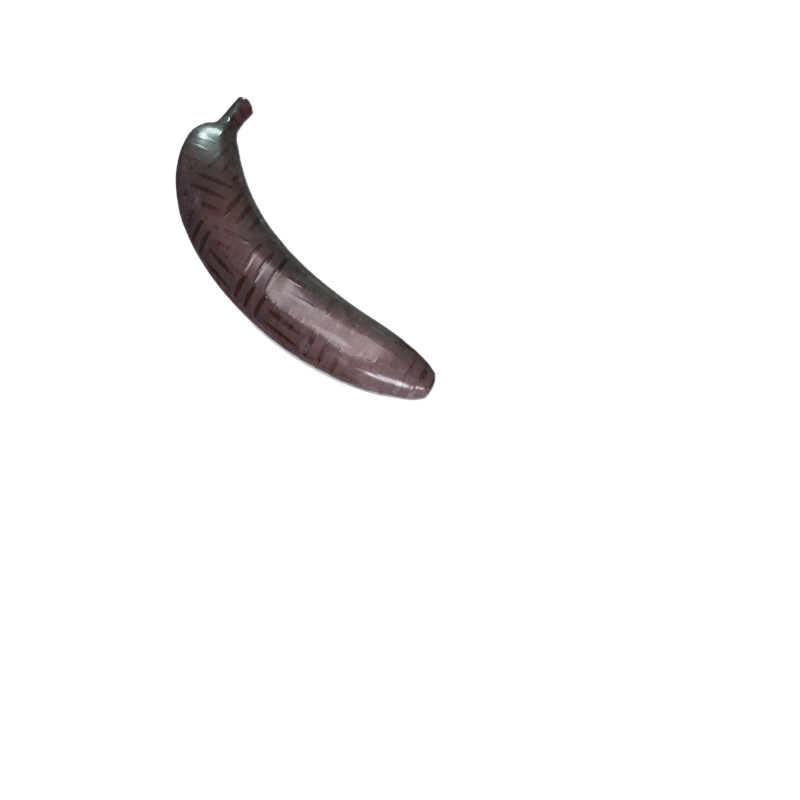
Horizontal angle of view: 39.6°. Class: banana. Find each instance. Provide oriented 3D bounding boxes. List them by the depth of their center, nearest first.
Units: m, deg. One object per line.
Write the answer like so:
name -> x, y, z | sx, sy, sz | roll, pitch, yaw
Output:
banana -> -0.061, -0.073, 0.546 | 0.069, 0.210, 0.035 | -27, -24, -13
